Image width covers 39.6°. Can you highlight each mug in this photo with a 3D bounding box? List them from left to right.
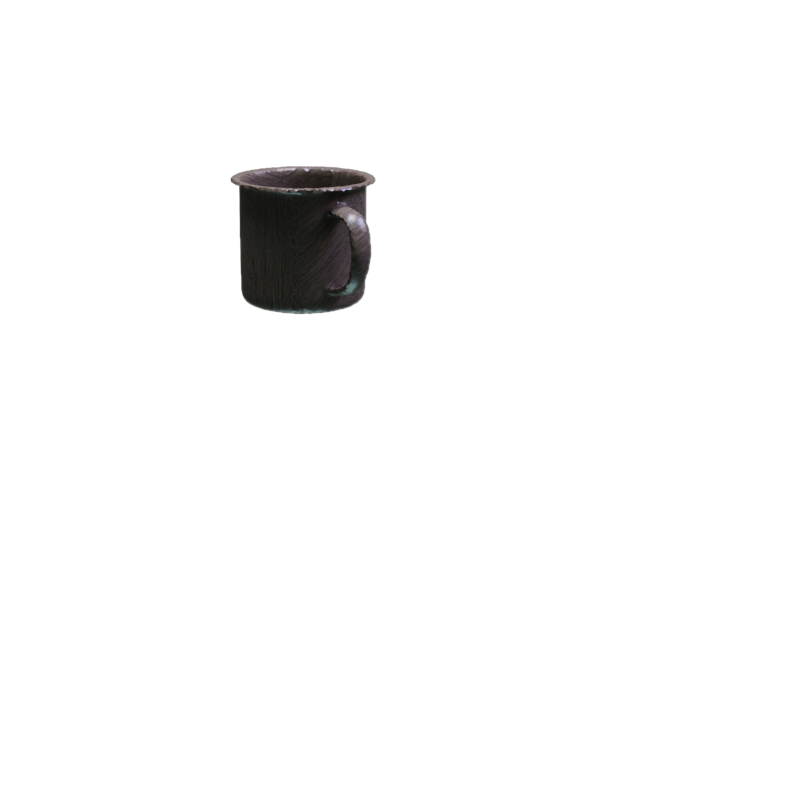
[{"bbox_3d":[-0.056,-0.101,0.709,0.091,0.079,0.124,-12,22,-35],"label":"mug"}]
